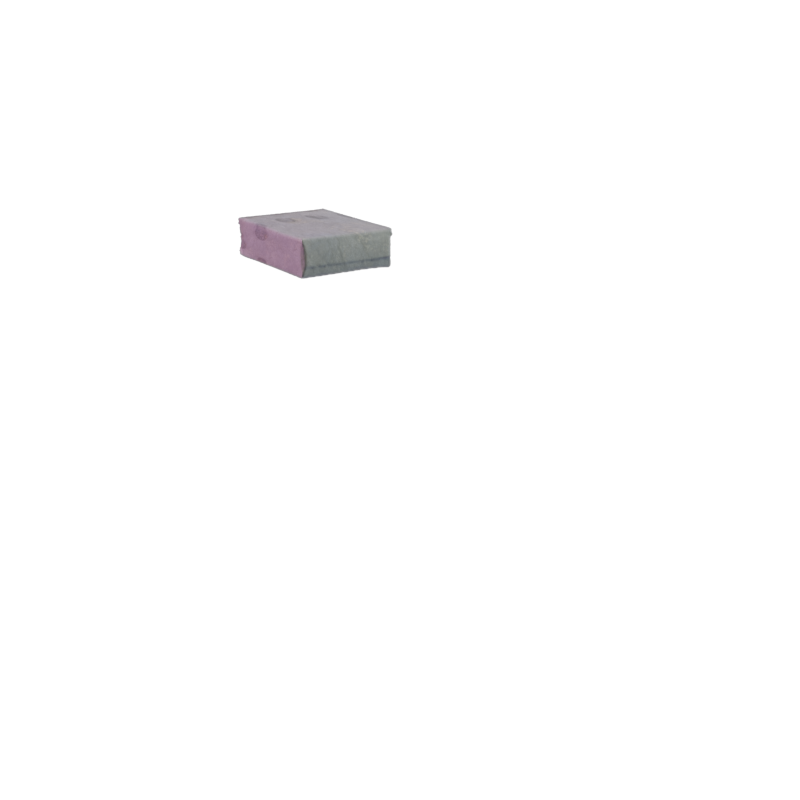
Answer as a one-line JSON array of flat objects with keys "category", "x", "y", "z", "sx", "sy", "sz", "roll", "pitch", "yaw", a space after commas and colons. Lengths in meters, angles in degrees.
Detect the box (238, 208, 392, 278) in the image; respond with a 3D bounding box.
[{"category": "box", "x": -0.075, "y": -0.136, "z": 0.954, "sx": 0.087, "sy": 0.038, "sz": 0.120, "roll": -10, "pitch": 20, "yaw": -32}]
